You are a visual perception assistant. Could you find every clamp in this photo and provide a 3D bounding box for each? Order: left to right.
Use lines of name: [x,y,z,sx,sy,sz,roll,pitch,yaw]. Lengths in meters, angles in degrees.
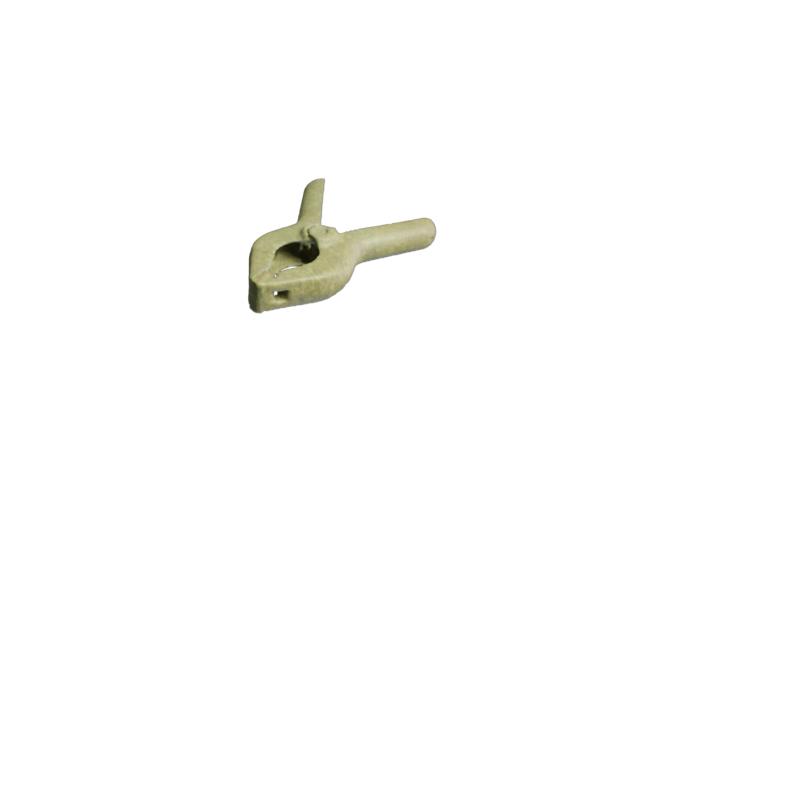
clamp: [-0.067,-0.122,0.857,0.128,0.037,0.171,25,40,34]
